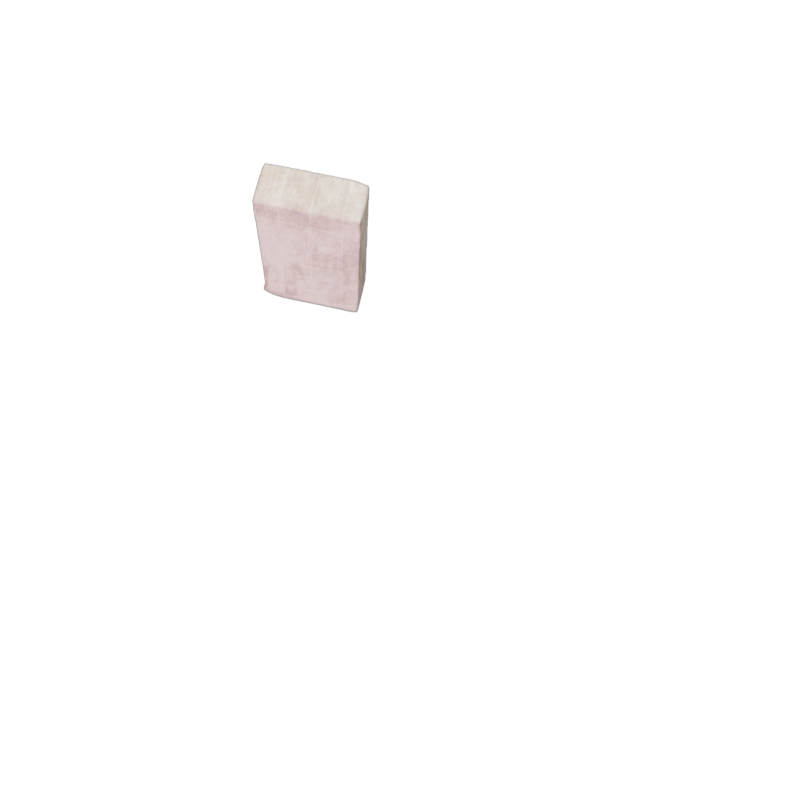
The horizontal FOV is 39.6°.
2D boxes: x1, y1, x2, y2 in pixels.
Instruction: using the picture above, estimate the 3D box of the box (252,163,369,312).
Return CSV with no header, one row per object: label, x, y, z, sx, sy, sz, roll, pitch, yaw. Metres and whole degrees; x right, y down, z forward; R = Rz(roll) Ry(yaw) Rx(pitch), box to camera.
box,-0.076,-0.140,0.976,0.094,0.050,0.167,14,-24,3
